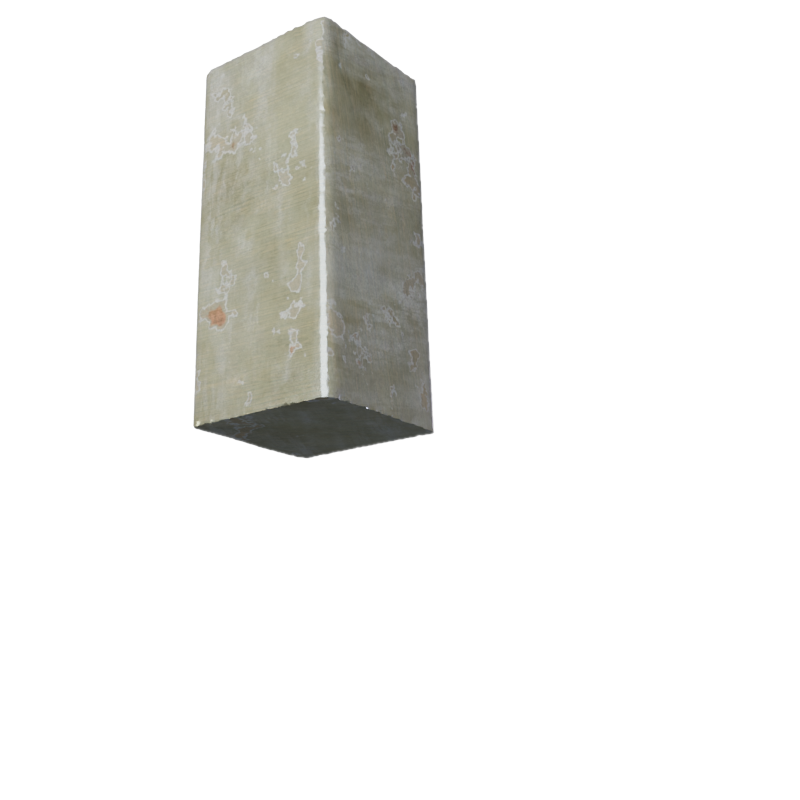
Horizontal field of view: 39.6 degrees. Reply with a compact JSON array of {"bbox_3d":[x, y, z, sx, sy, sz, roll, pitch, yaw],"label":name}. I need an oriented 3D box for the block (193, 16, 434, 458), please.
[{"bbox_3d":[-0.047,-0.085,0.594,0.092,0.217,0.084,-17,-27,34],"label":"block"}]
